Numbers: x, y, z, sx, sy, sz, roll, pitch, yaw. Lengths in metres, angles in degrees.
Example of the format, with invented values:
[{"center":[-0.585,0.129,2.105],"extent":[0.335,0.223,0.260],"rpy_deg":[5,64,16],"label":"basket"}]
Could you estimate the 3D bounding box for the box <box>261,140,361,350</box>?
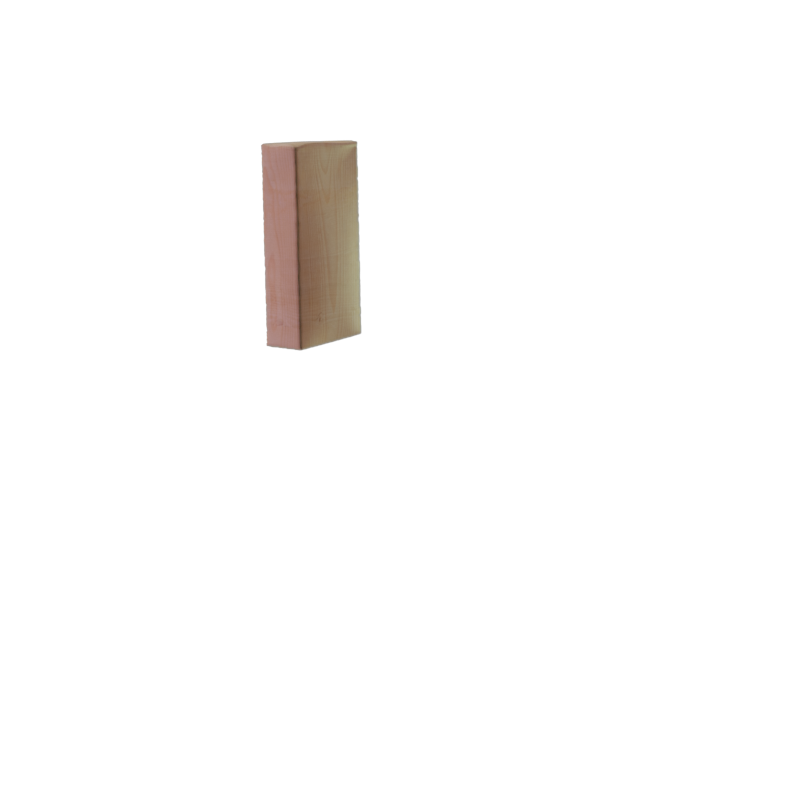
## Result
[{"center":[-0.076,-0.139,0.974],"extent":[0.050,0.173,0.091],"rpy_deg":[6,11,34],"label":"box"}]
